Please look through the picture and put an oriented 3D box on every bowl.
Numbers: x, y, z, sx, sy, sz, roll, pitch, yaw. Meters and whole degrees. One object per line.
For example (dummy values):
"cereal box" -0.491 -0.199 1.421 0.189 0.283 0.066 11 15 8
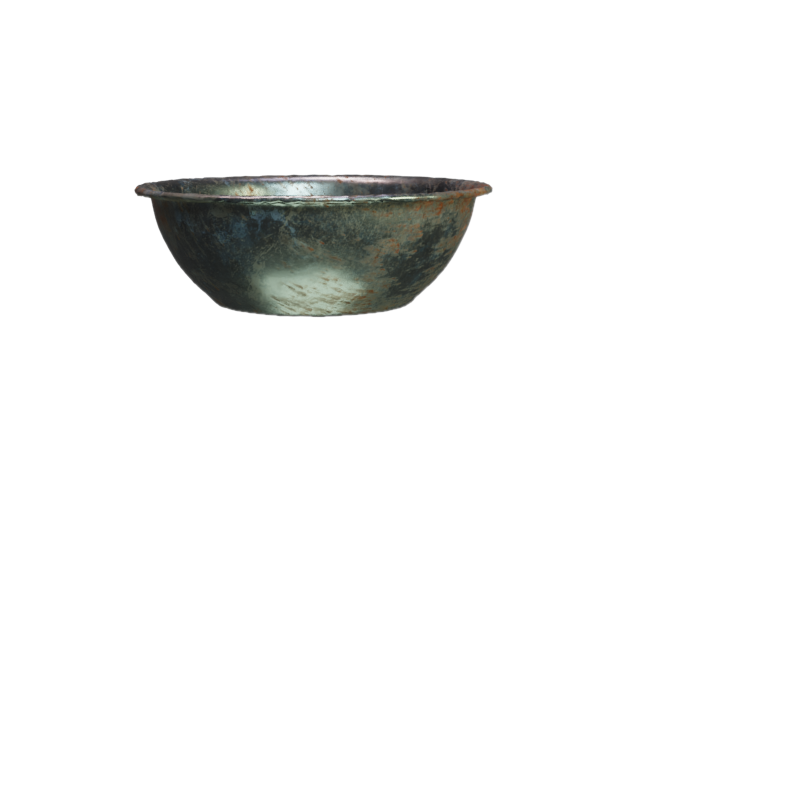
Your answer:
"bowl" -0.040 -0.073 0.508 0.162 0.054 0.166 0 13 -2
